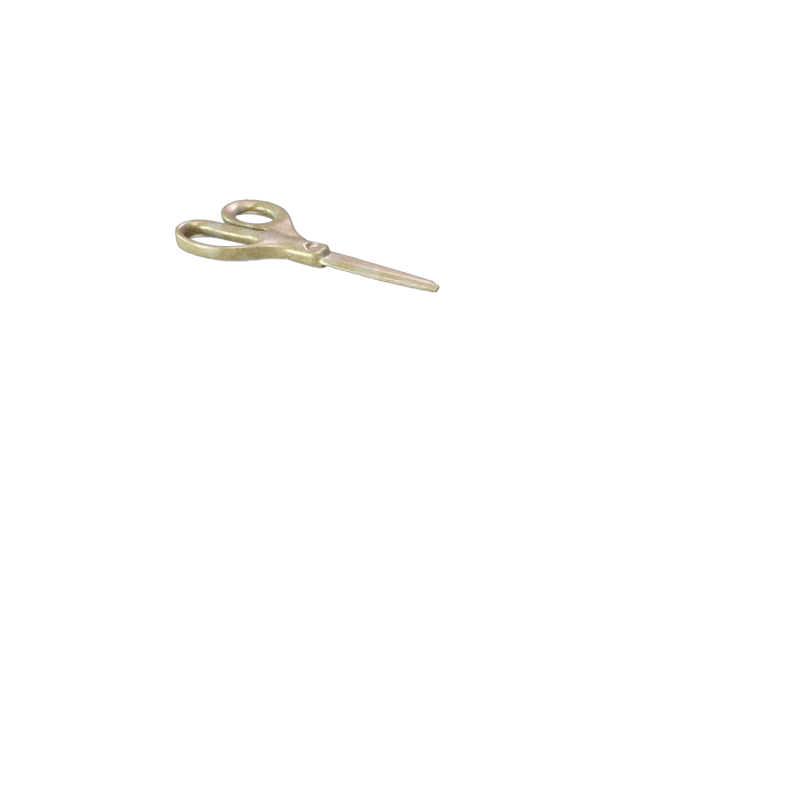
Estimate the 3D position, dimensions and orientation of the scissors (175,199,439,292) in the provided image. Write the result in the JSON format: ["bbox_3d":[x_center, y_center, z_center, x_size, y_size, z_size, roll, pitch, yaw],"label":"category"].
[{"bbox_3d":[-0.063,-0.115,0.806,0.206,0.015,0.100,9,34,13],"label":"scissors"}]
